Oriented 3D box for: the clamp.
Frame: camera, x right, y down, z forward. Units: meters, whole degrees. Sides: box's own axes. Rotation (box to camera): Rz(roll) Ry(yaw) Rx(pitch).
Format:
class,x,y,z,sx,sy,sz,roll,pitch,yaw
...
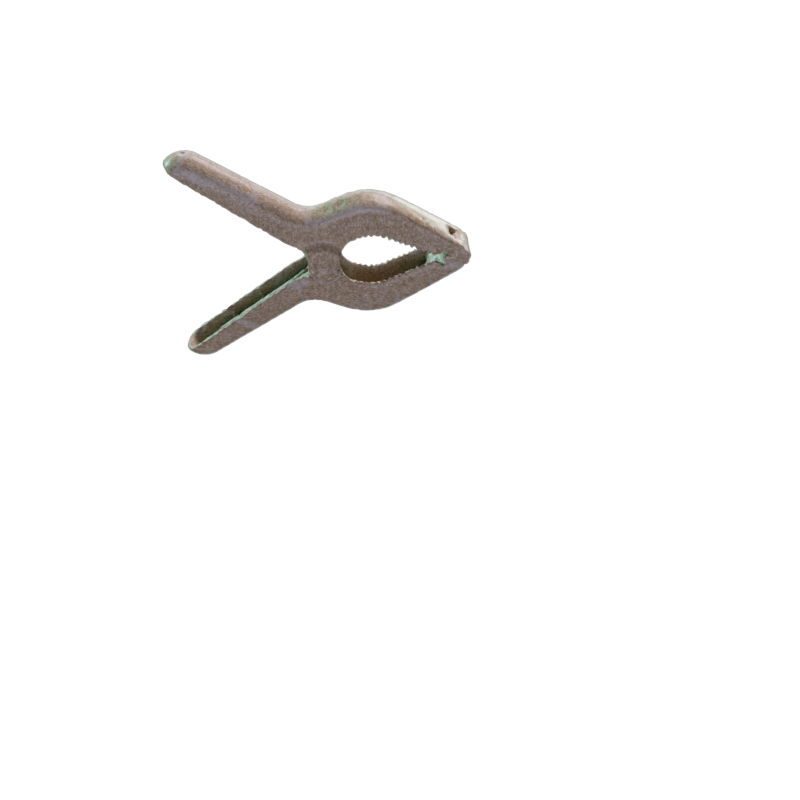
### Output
class,x,y,z,sx,sy,sz,roll,pitch,yaw
clamp,-0.059,-0.108,0.758,0.211,0.153,0.039,-7,38,5
